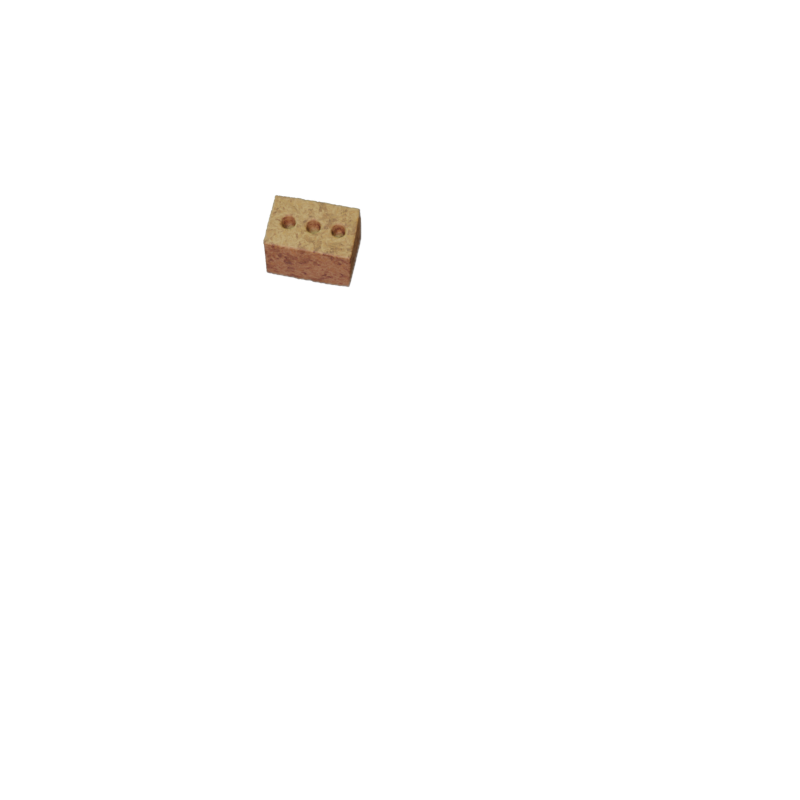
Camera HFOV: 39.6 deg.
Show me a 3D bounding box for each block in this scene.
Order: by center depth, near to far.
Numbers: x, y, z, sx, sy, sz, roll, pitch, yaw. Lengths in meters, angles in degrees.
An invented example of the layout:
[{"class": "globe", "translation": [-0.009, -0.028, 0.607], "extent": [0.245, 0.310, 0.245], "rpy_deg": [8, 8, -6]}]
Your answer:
[{"class": "block", "translation": [-0.076, -0.138, 0.967], "extent": [0.079, 0.056, 0.048], "rpy_deg": [10, -29, 4]}]
